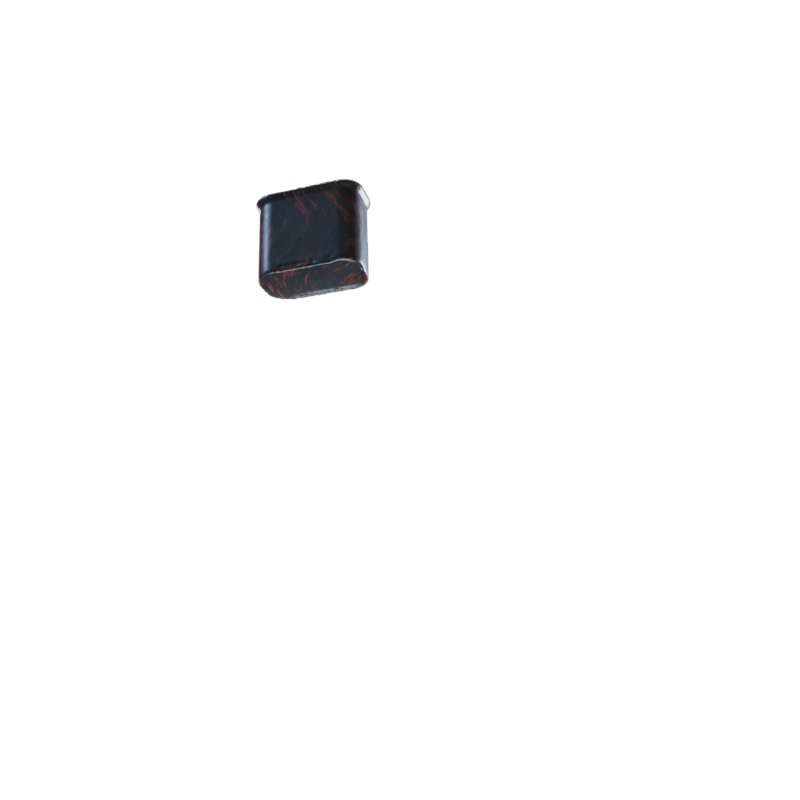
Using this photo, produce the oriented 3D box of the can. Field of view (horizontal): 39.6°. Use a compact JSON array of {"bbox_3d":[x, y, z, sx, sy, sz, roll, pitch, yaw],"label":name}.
[{"bbox_3d":[-0.078,-0.142,0.994,0.103,0.089,0.053,-10,-30,15],"label":"can"}]
